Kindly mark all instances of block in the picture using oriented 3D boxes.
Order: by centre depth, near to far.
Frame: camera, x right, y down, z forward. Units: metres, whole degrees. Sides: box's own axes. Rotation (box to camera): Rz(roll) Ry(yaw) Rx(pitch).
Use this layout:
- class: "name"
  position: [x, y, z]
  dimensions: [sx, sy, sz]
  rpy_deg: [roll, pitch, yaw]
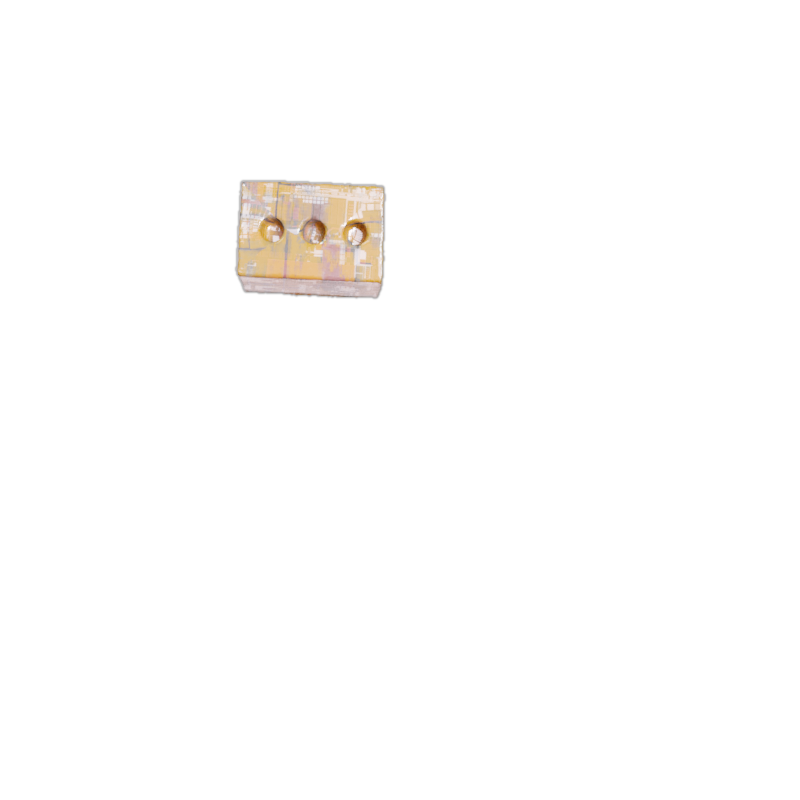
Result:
- class: "block"
  position: [-0.047, -0.086, 0.600]
  dimensions: [0.078, 0.054, 0.050]
  rpy_deg: [2, -10, -1]
